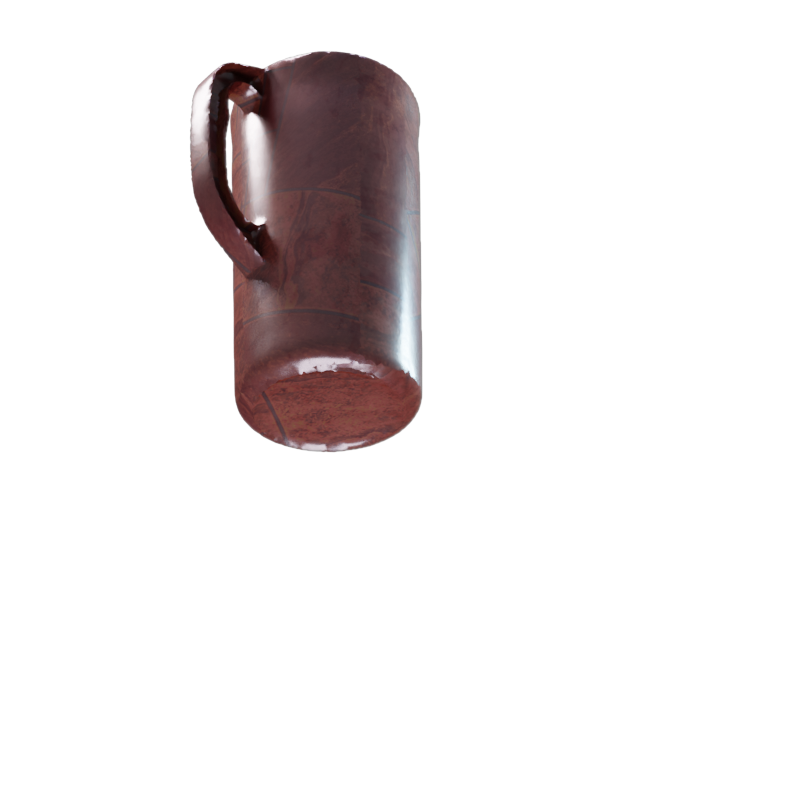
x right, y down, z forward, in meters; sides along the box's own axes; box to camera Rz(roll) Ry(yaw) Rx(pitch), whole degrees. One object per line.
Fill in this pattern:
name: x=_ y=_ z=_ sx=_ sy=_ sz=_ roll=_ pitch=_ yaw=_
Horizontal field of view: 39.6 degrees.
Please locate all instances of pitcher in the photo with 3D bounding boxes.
pitcher: x=-0.055 y=-0.100 z=0.700 sx=0.149 sy=0.260 sz=0.135 roll=-2 pitch=-37 yaw=-1
